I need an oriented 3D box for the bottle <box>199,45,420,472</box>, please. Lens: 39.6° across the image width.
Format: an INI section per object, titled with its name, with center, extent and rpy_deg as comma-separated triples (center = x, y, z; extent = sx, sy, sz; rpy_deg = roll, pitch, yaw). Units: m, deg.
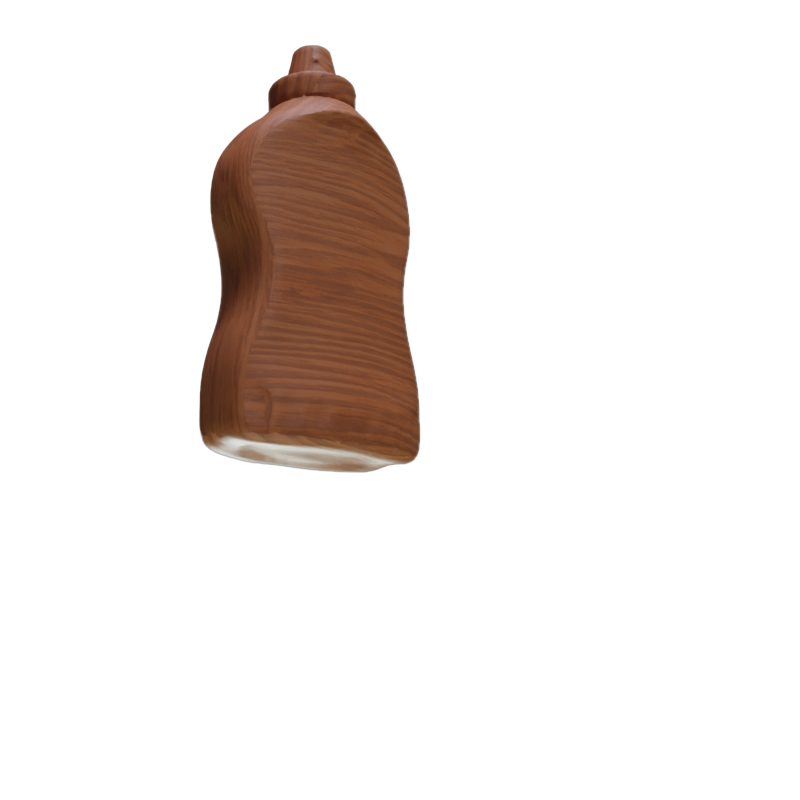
[bottle]
center = -0.039, -0.070, 0.488
extent = 0.091, 0.201, 0.058
rpy_deg = 12, -24, -34
